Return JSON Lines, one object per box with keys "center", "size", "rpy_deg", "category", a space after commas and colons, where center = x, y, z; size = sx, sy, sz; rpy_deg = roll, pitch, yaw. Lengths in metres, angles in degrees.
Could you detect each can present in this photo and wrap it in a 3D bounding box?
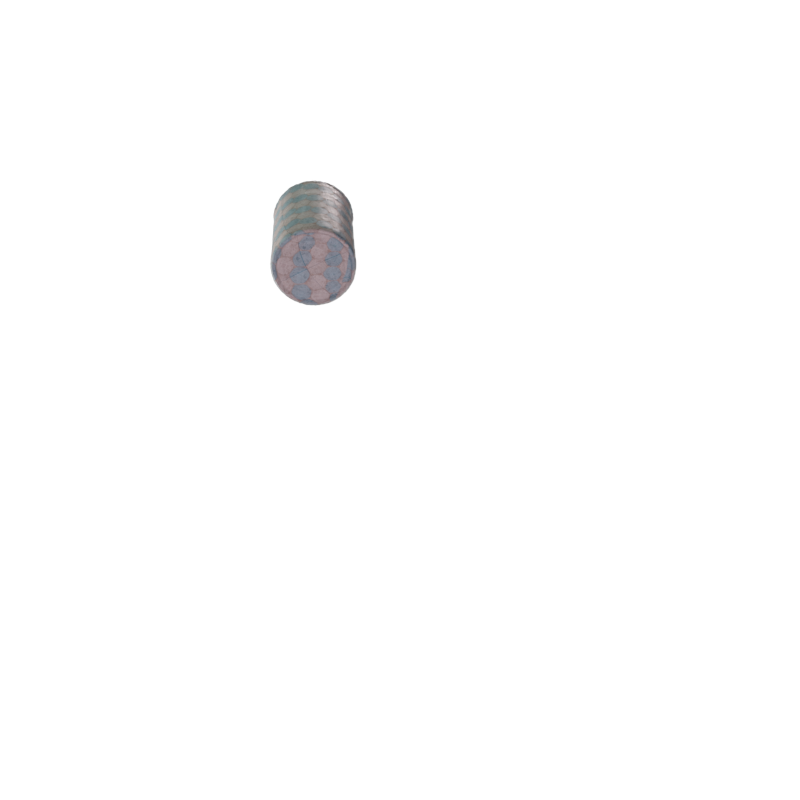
{"center": [-0.070, -0.128, 0.899], "size": [0.068, 0.065, 0.108], "rpy_deg": [0, 29, -3], "category": "can"}
